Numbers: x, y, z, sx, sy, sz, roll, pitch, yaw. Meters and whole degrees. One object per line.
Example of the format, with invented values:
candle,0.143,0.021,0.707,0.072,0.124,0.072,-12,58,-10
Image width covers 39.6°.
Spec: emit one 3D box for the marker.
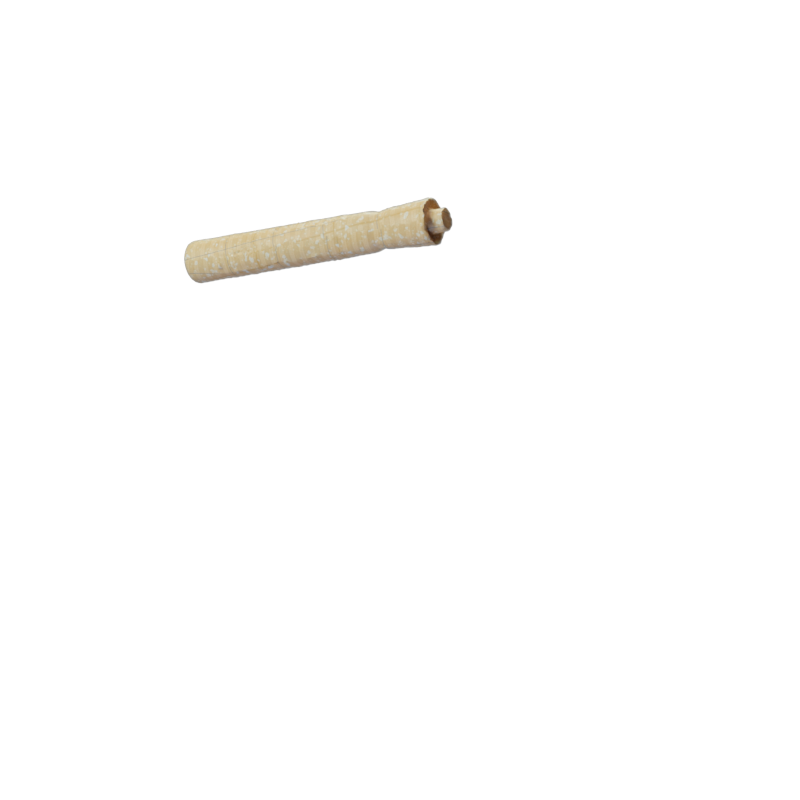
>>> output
marker,-0.035,-0.065,0.453,0.124,0.020,0.019,-5,1,30
